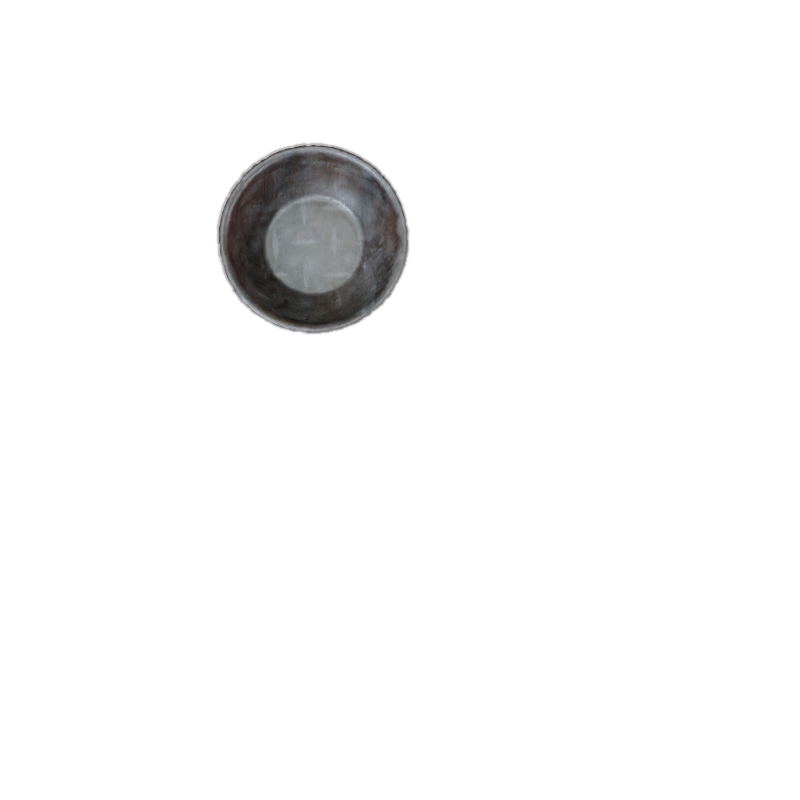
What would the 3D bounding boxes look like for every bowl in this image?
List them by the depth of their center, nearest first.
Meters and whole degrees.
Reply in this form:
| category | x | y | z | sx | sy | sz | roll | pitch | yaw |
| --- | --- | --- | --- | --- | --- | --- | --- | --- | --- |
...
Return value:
| category | x | y | z | sx | sy | sz | roll | pitch | yaw |
| --- | --- | --- | --- | --- | --- | --- | --- | --- | --- |
| bowl | -0.075 | -0.137 | 0.963 | 0.162 | 0.165 | 0.054 | 0 | -7 | 0 |
